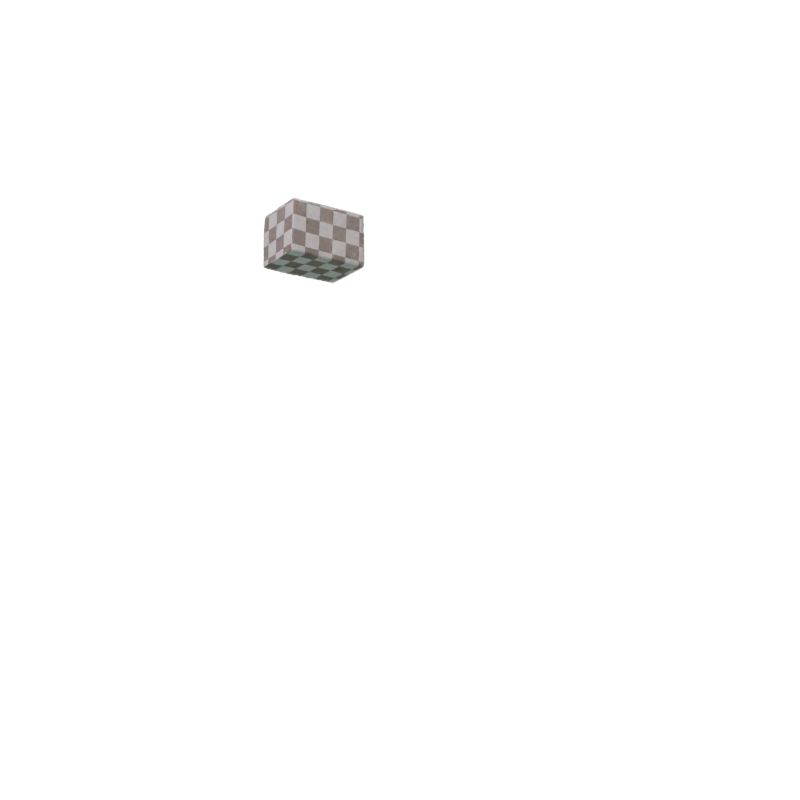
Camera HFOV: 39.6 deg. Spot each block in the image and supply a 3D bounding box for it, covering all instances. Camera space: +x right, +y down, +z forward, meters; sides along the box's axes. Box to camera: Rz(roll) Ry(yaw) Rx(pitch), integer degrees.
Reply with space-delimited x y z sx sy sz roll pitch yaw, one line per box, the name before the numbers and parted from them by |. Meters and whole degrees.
block | -0.078 -0.143 0.999 0.074 0.054 0.053 10 -21 -32
